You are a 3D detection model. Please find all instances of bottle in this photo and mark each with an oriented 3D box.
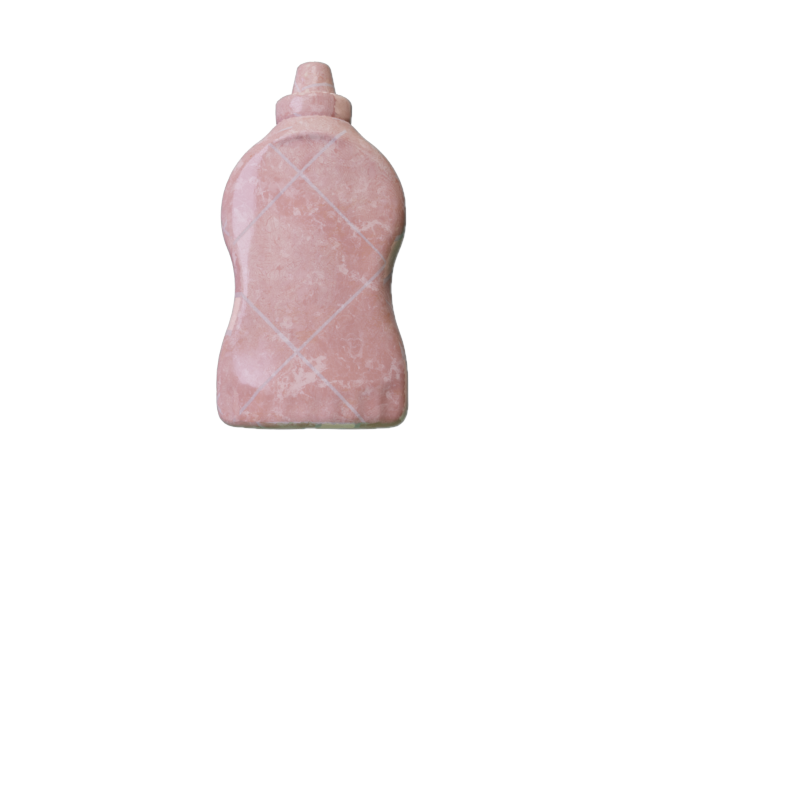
[{"bbox_3d":[-0.045,-0.082,0.576,0.097,0.196,0.056,-2,-10,6],"label":"bottle"}]
